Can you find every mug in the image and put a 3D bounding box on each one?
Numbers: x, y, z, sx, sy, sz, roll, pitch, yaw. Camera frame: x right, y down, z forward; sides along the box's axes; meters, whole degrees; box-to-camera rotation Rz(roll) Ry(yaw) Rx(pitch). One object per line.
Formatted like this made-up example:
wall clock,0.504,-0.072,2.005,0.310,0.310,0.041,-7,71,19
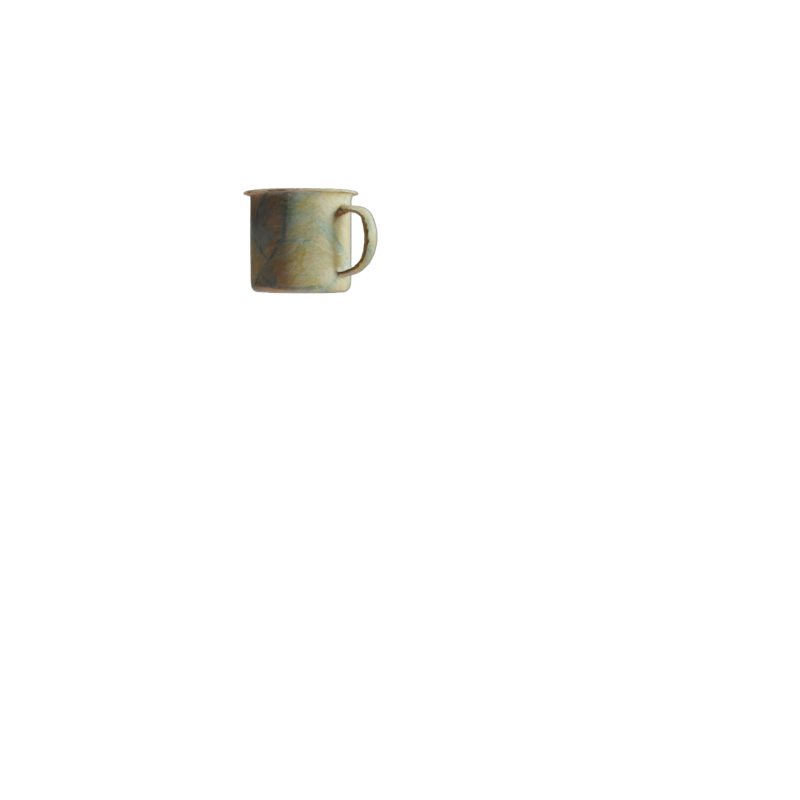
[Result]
mug,-0.070,-0.127,0.888,0.121,0.081,0.090,3,4,31
